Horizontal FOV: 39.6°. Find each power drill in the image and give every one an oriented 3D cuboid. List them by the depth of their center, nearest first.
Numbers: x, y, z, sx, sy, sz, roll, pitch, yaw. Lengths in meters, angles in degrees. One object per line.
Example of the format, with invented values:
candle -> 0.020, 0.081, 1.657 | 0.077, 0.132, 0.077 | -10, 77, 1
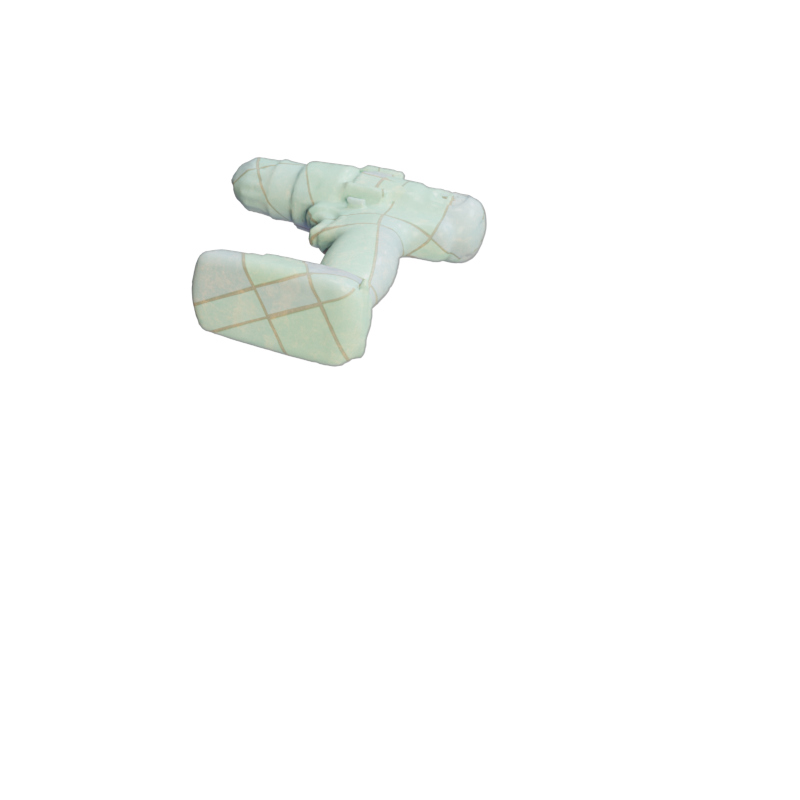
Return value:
power drill -> -0.055, -0.101, 0.706 | 0.191, 0.054, 0.193 | 13, 34, 19
